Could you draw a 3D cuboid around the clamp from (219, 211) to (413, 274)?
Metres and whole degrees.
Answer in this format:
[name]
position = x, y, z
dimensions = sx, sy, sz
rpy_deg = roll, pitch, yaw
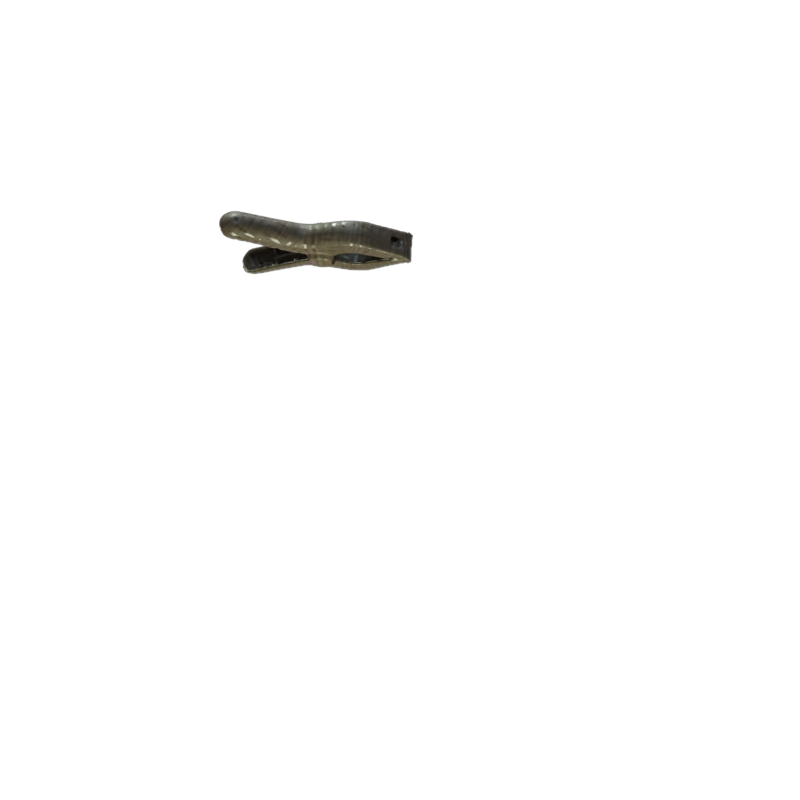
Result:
[clamp]
position = -0.078, -0.142, 0.995
dimensions = 0.174, 0.040, 0.115
rpy_deg = -2, -7, 15
